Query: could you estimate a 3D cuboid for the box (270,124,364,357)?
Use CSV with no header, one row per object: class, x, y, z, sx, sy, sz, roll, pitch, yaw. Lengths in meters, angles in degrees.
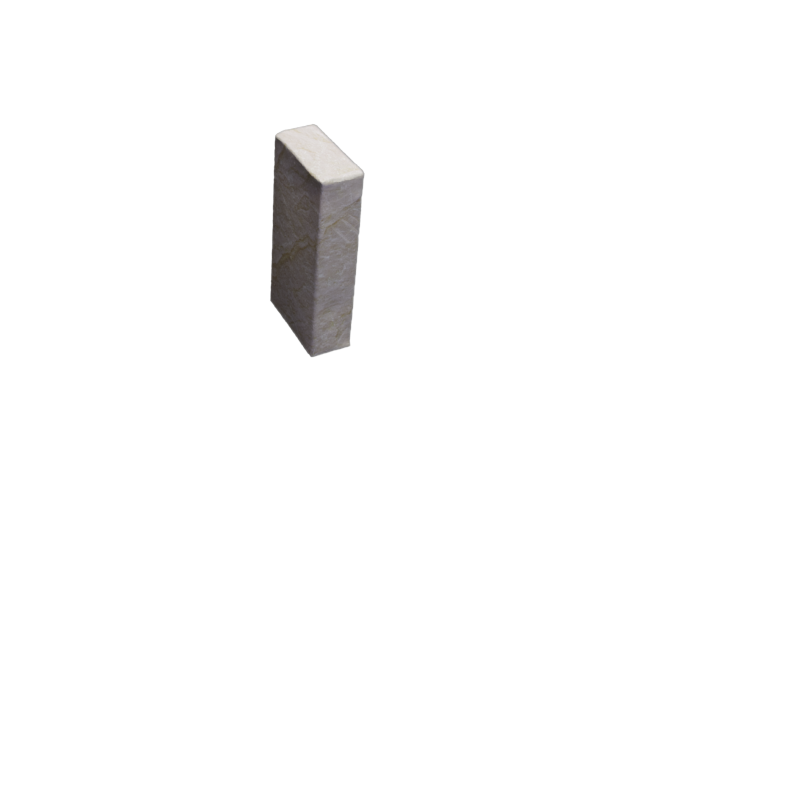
box,-0.074,-0.134,0.940,0.047,0.165,0.101,-15,41,-23
